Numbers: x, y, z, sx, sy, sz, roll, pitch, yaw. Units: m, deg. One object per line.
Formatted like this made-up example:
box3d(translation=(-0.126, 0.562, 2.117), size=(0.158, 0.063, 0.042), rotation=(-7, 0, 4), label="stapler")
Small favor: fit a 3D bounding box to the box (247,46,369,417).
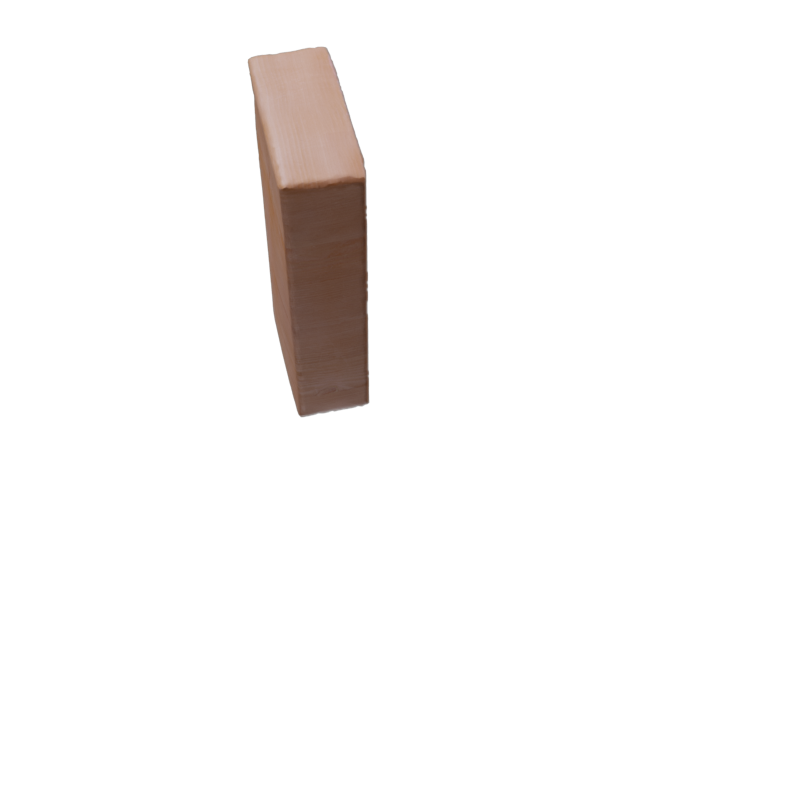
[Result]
box3d(translation=(-0.044, -0.080, 0.560), size=(0.048, 0.101, 0.164), rotation=(-8, -36, -10), label="box")
